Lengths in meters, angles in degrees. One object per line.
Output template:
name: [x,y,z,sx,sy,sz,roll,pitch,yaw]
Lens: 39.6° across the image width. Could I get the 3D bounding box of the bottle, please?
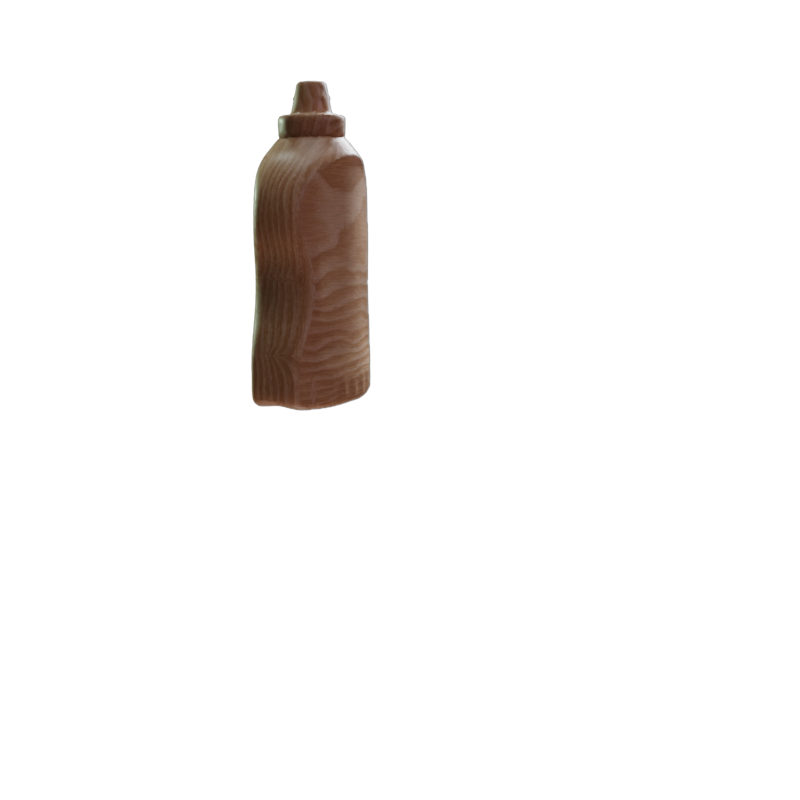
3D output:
bottle: [-0.053,-0.095,0.668,0.060,0.191,0.093,2,4,28]
